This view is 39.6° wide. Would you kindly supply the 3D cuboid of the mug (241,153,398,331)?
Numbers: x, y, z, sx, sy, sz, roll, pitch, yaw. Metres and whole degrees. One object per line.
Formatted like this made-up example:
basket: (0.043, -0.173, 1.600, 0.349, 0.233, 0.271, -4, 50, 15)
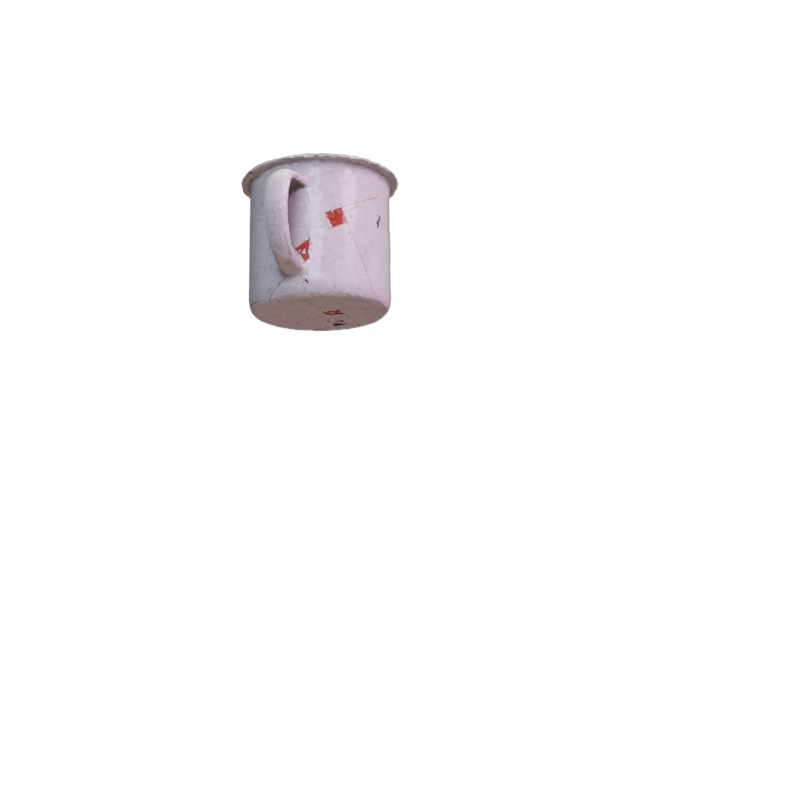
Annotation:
mug: (-0.050, -0.091, 0.635, 0.095, 0.085, 0.111, -5, -15, 15)
